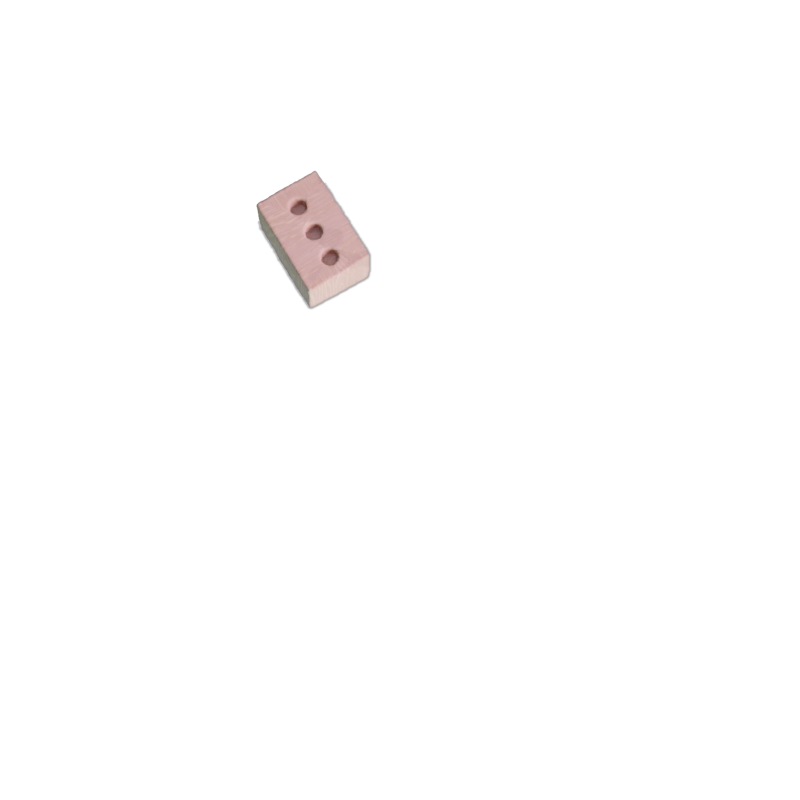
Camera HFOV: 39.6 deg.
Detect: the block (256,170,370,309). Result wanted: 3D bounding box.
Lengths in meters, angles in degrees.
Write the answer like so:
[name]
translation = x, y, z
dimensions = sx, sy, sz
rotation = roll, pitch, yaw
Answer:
[block]
translation = -0.064, -0.116, 0.812
dimensions = 0.053, 0.081, 0.049
rotation = -31, -13, -9
